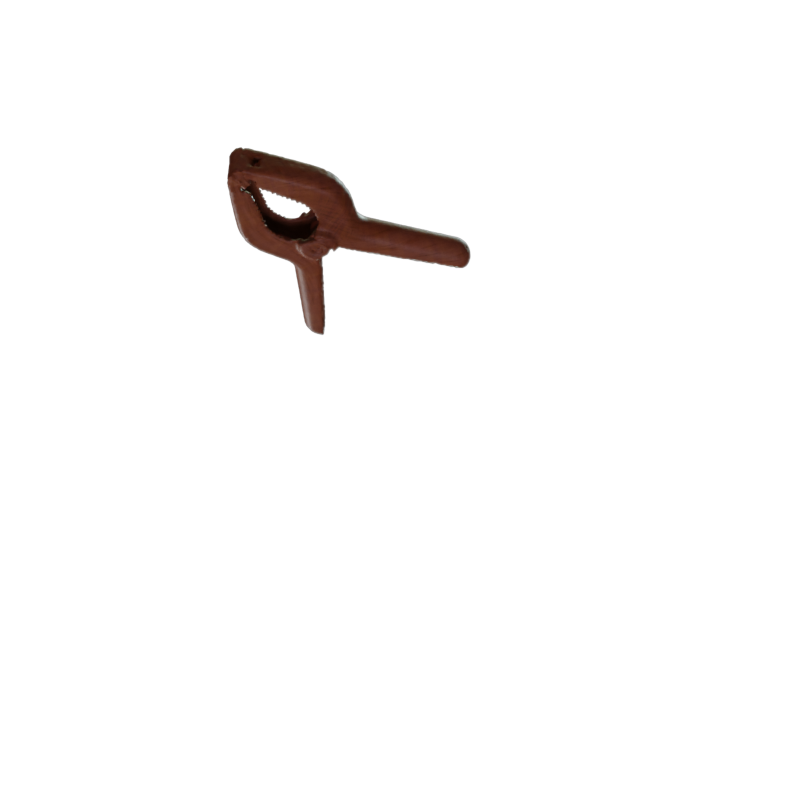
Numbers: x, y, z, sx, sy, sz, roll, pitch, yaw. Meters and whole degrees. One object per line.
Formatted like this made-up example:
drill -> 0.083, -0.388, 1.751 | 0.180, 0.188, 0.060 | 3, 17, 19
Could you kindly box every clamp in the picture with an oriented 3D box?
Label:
clamp -> -0.070, -0.127, 0.891 | 0.197, 0.039, 0.163 | 31, -47, -34
